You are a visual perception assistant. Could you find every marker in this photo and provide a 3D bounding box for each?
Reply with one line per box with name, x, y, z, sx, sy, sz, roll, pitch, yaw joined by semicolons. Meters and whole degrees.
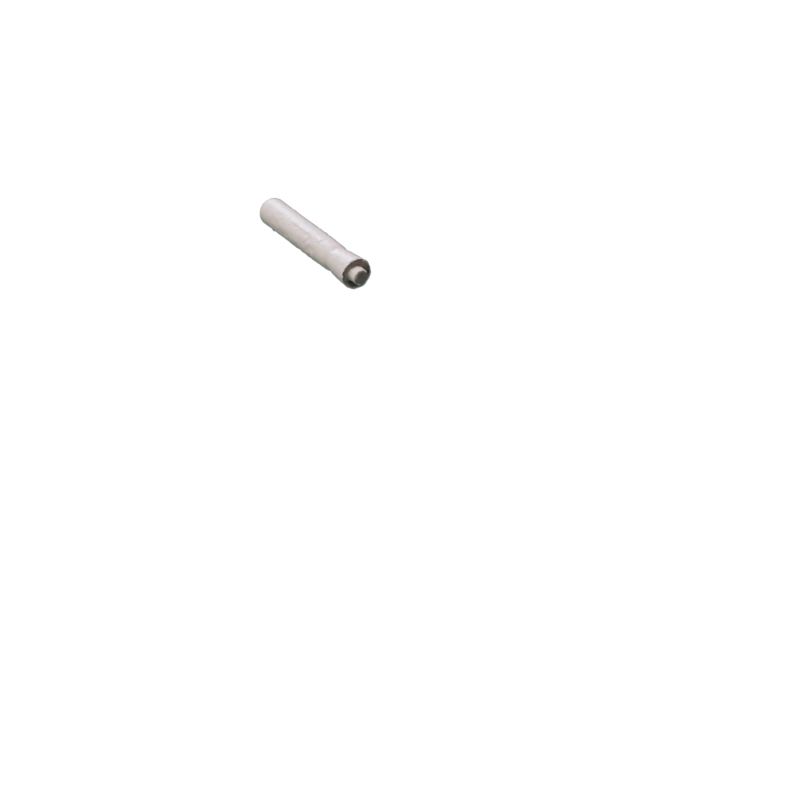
marker;-0.052;-0.095;0.668;0.019;0.019;0.130;-2;26;-30
